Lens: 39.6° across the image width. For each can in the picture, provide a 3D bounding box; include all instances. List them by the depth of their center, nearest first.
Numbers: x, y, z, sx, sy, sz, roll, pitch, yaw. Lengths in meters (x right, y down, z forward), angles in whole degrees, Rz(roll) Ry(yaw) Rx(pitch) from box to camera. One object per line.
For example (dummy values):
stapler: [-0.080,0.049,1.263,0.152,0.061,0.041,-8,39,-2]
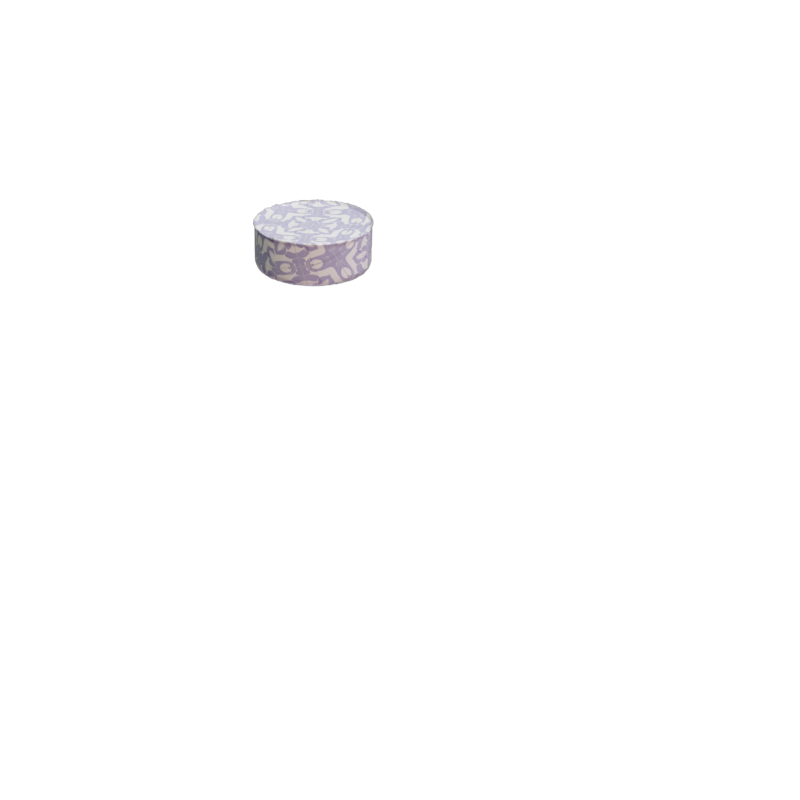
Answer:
can: [-0.062,-0.113,0.794,0.086,0.032,0.091,-1,29,-2]
